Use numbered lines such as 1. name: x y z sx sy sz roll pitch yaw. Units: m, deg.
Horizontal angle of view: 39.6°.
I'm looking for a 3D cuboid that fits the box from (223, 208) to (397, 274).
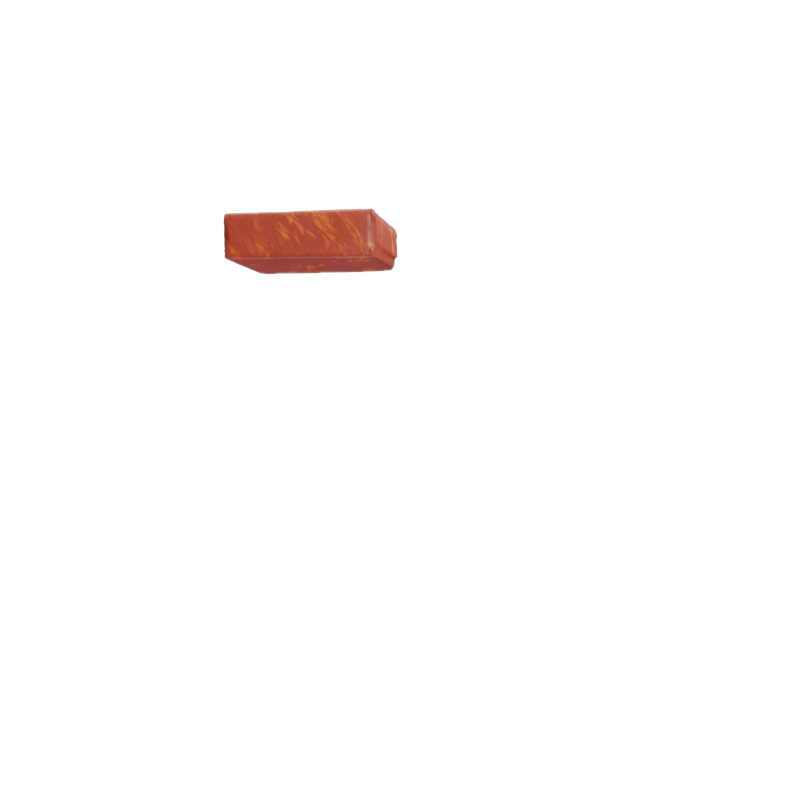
1. box: -0.051 -0.094 0.655 0.091 0.031 0.071 0 -1 12
